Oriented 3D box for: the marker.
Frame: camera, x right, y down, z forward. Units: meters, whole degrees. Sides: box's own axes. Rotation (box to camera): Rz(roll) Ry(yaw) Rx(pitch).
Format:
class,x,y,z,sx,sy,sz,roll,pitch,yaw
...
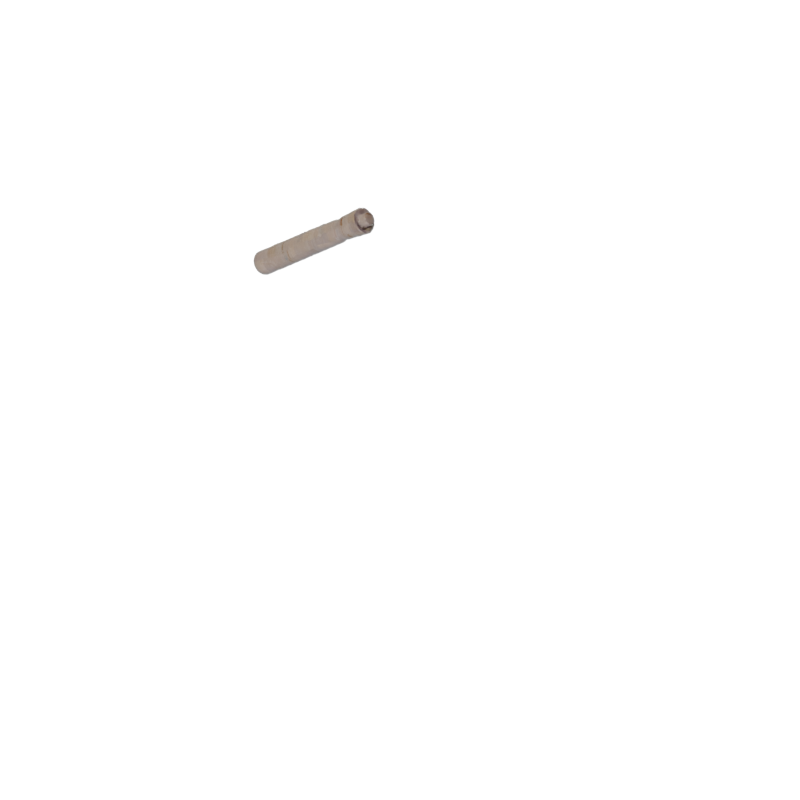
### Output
class,x,y,z,sx,sy,sz,roll,pitch,yaw
marker,-0.062,-0.114,0.798,0.019,0.020,0.123,-3,-7,-44
